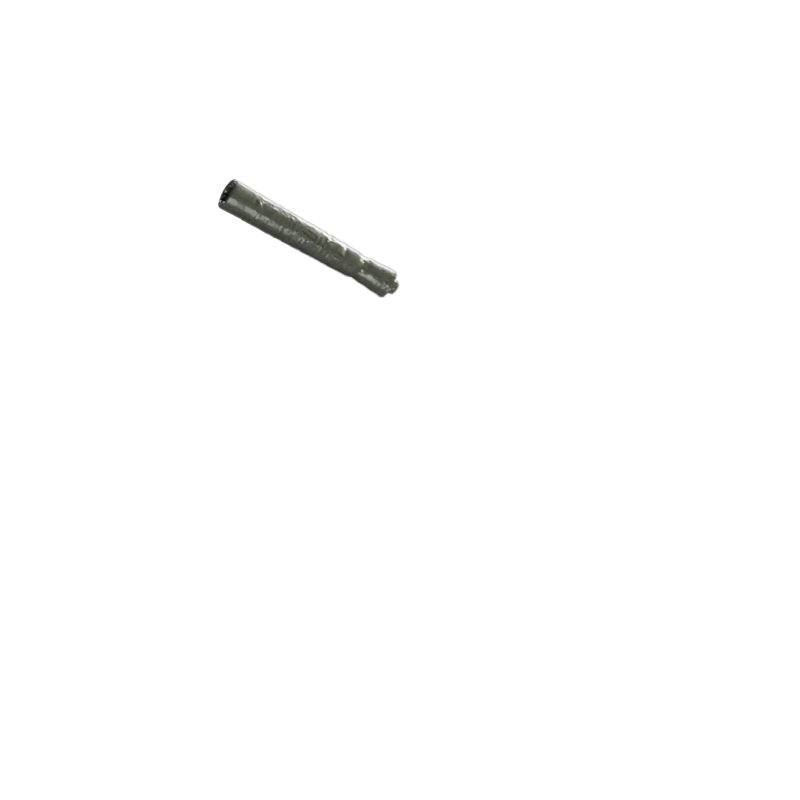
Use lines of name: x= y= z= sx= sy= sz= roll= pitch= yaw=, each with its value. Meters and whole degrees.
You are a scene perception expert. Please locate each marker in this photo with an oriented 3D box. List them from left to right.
marker: x=-0.051 y=-0.093 z=0.649 sx=0.115 sy=0.020 sz=0.020 roll=27 pitch=-8 yaw=-21
